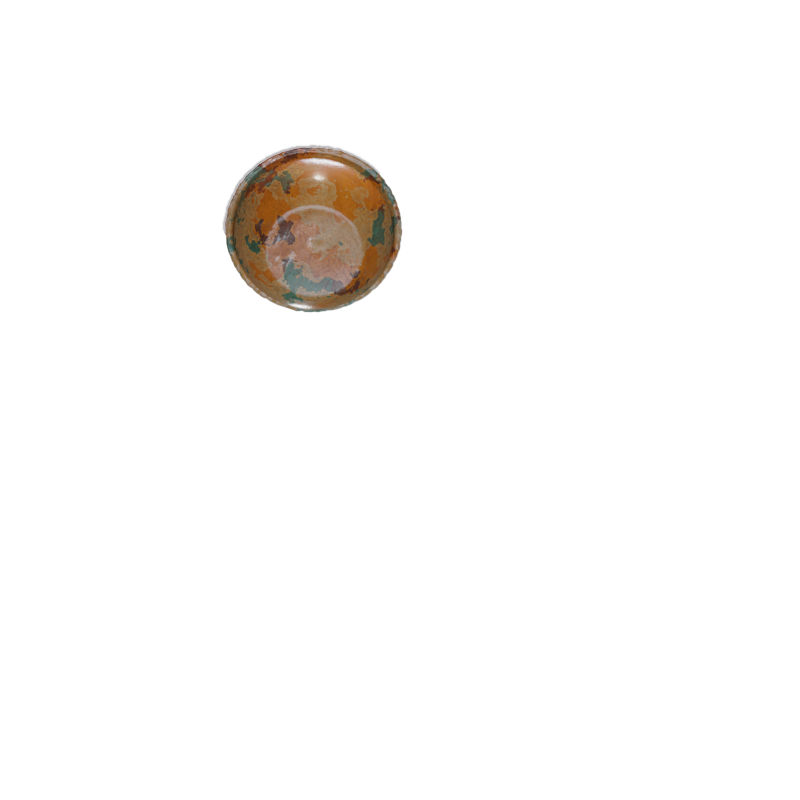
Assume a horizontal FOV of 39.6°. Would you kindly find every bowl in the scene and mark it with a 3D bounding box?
[{"bbox_3d":[-0.077,-0.141,0.985,0.162,0.154,0.058,1,23,-1],"label":"bowl"}]
